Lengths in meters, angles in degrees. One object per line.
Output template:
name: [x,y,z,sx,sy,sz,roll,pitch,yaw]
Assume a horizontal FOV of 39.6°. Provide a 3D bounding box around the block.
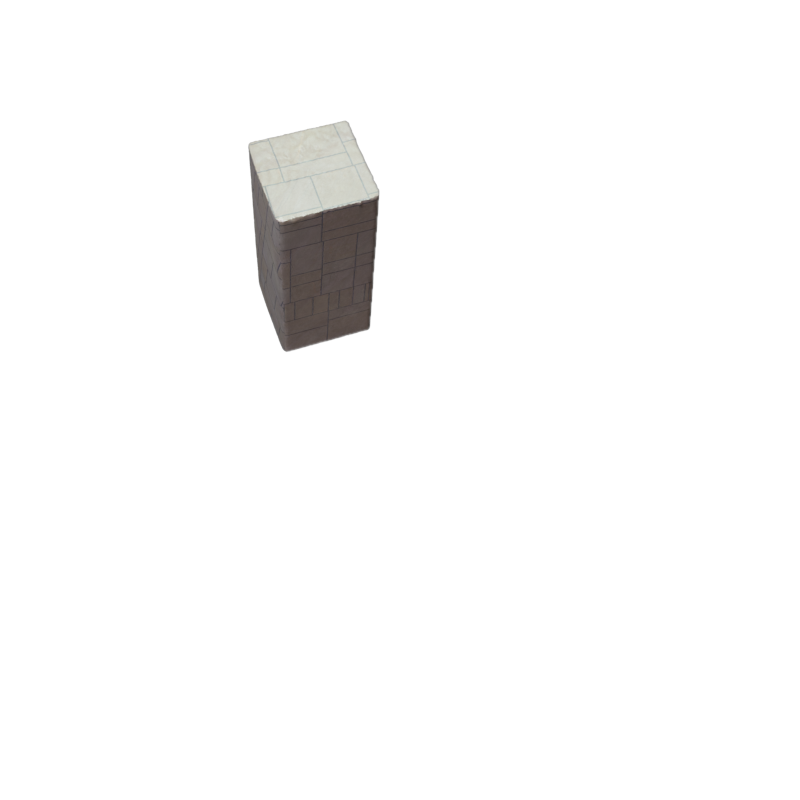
block: [-0.078,-0.141,0.993,0.090,0.097,0.193,-15,-29,-12]
